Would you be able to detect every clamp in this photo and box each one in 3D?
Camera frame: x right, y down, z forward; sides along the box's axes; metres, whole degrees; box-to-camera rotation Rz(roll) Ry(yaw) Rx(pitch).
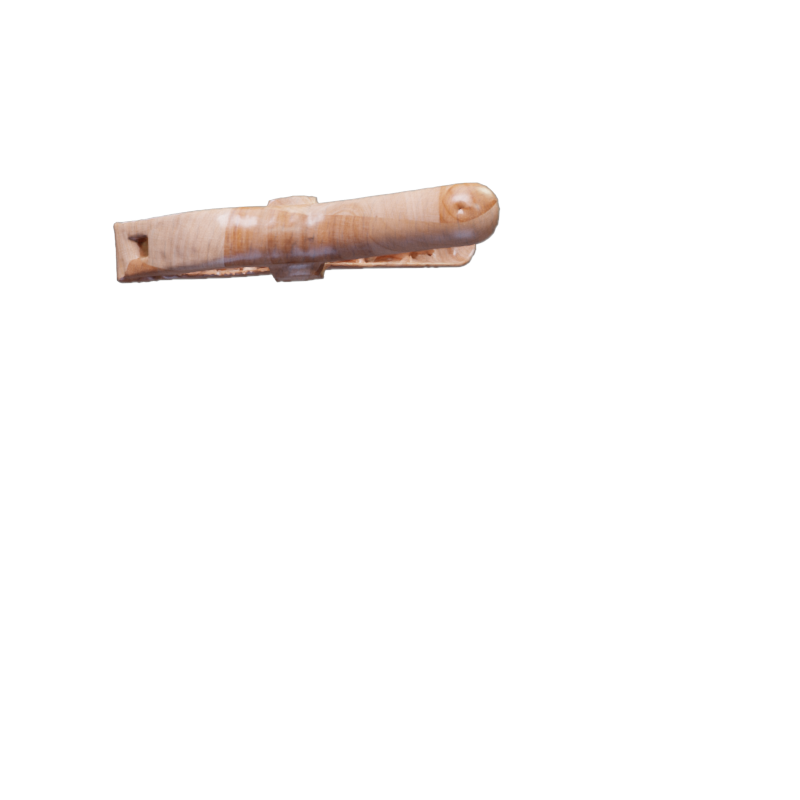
[{"bbox_3d":[-0.039,-0.072,0.501,0.174,0.040,0.116,-1,-5,11],"label":"clamp"}]
